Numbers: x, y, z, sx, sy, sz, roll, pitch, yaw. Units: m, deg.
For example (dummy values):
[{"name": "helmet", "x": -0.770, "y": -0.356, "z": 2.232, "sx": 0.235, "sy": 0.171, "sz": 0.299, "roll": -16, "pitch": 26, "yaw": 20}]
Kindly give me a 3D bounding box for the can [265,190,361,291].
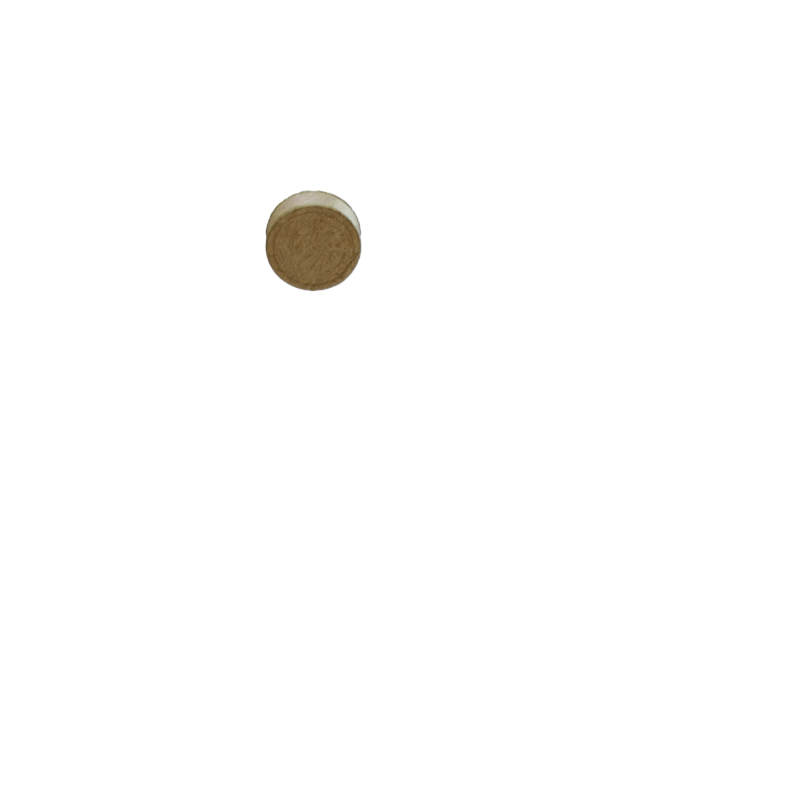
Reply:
[{"name": "can", "x": -0.077, "y": -0.140, "z": 0.983, "sx": 0.086, "sy": 0.081, "sz": 0.036, "roll": 1, "pitch": 28, "yaw": -1}]
